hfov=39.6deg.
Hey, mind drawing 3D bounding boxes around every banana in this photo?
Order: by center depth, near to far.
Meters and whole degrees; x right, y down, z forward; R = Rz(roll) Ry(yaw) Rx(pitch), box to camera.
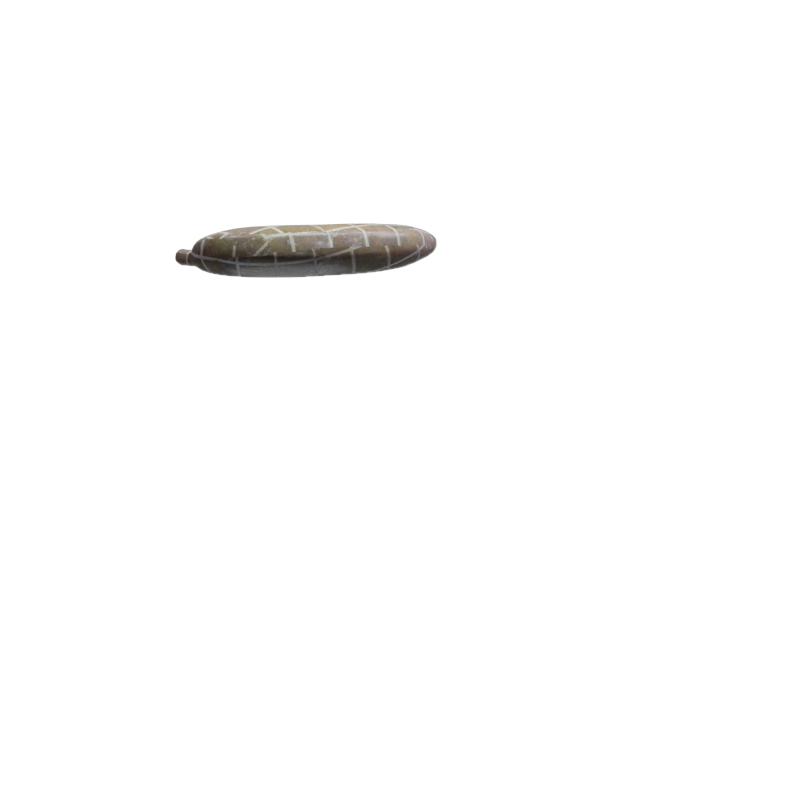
[{"bbox_3d":[-0.065,-0.112,0.810,0.196,0.035,0.073,-2,18,-6],"label":"banana"}]
